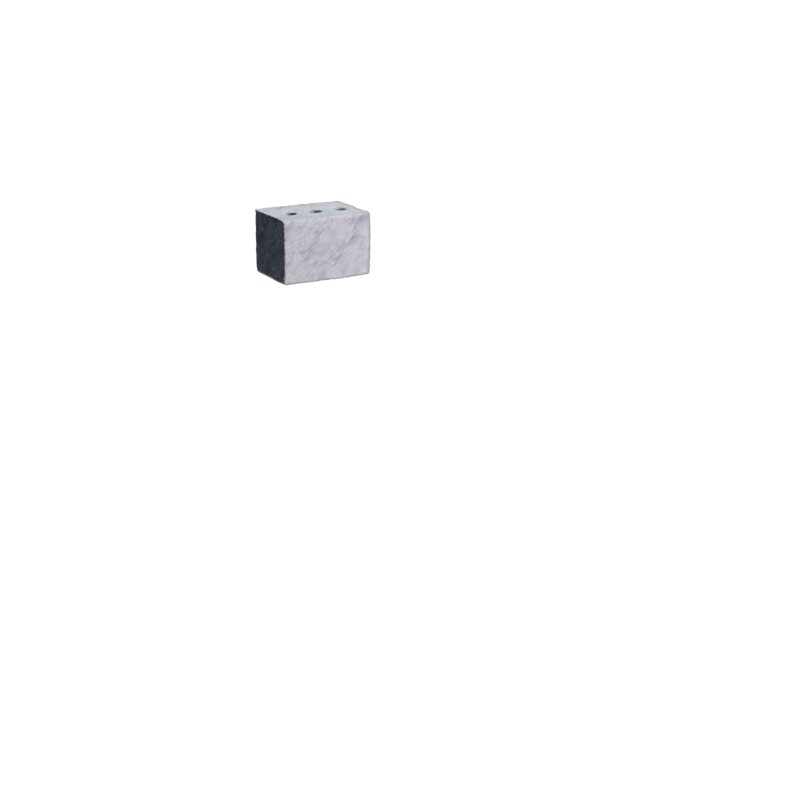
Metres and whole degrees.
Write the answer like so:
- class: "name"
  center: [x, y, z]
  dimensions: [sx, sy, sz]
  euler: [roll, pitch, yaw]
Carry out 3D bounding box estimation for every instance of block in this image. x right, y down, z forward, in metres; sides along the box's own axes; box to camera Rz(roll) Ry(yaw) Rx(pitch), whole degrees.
- class: "block"
  center: [-0.068, -0.124, 0.871]
  dimensions: [0.076, 0.049, 0.056]
  euler: [-10, 20, -29]
